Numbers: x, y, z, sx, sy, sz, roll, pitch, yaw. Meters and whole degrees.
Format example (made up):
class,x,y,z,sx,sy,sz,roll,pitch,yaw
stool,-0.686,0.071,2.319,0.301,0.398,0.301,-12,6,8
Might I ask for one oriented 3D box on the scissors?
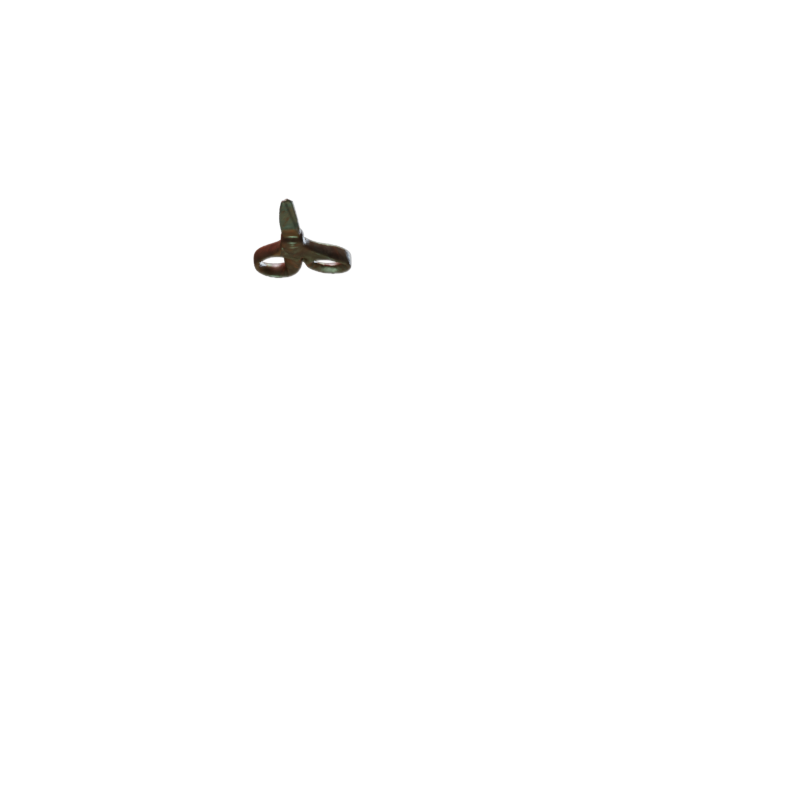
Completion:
class,x,y,z,sx,sy,sz,roll,pitch,yaw
scissors,-0.073,-0.133,0.928,0.094,0.016,0.200,3,-9,-17
